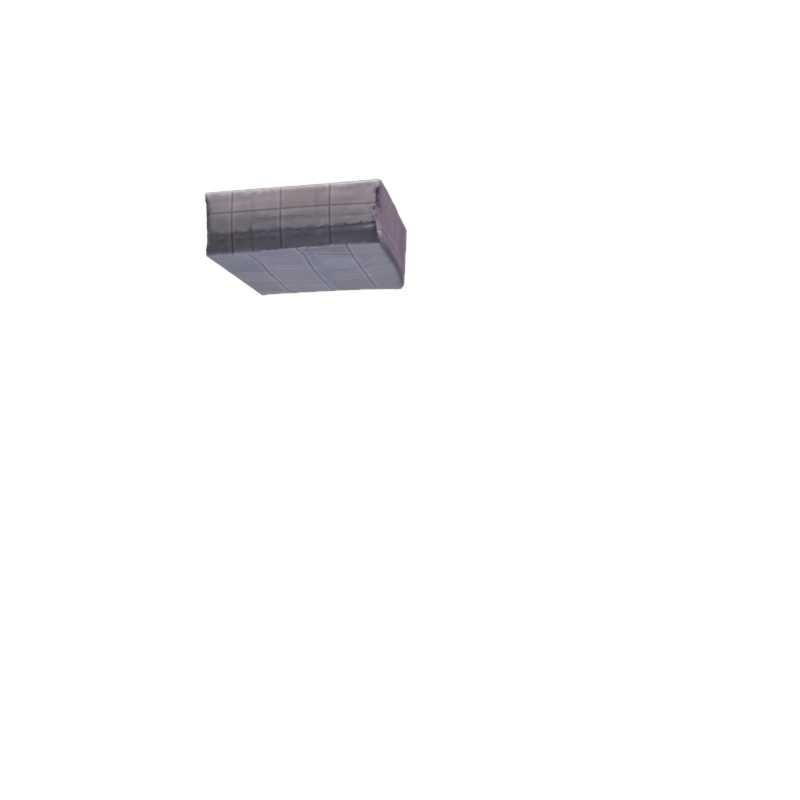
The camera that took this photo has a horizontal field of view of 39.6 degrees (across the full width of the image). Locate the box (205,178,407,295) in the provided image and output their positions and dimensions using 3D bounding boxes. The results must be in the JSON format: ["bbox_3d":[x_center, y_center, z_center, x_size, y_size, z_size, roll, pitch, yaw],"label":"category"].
[{"bbox_3d":[-0.046,-0.085,0.594,0.091,0.040,0.109,-1,-8,9],"label":"box"}]
